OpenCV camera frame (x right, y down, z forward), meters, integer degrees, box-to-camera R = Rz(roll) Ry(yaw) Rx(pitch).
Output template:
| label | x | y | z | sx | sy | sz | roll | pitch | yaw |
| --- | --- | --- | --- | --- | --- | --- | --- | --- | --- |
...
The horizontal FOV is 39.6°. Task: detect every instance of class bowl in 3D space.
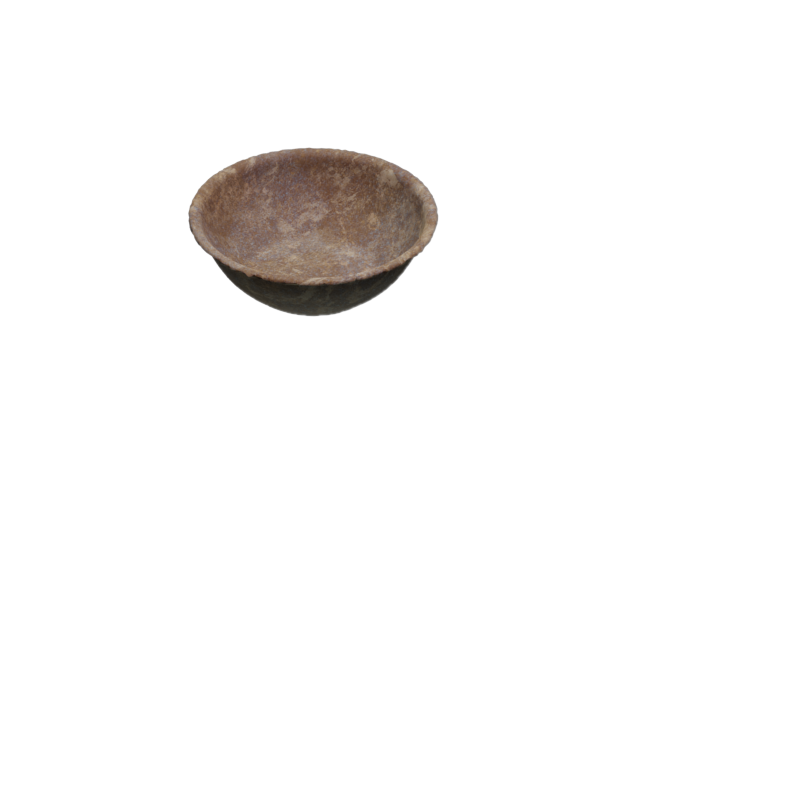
| label | x | y | z | sx | sy | sz | roll | pitch | yaw |
| --- | --- | --- | --- | --- | --- | --- | --- | --- | --- |
| bowl | -0.057 | -0.105 | 0.733 | 0.162 | 0.051 | 0.174 | -1 | 40 | -2 |
